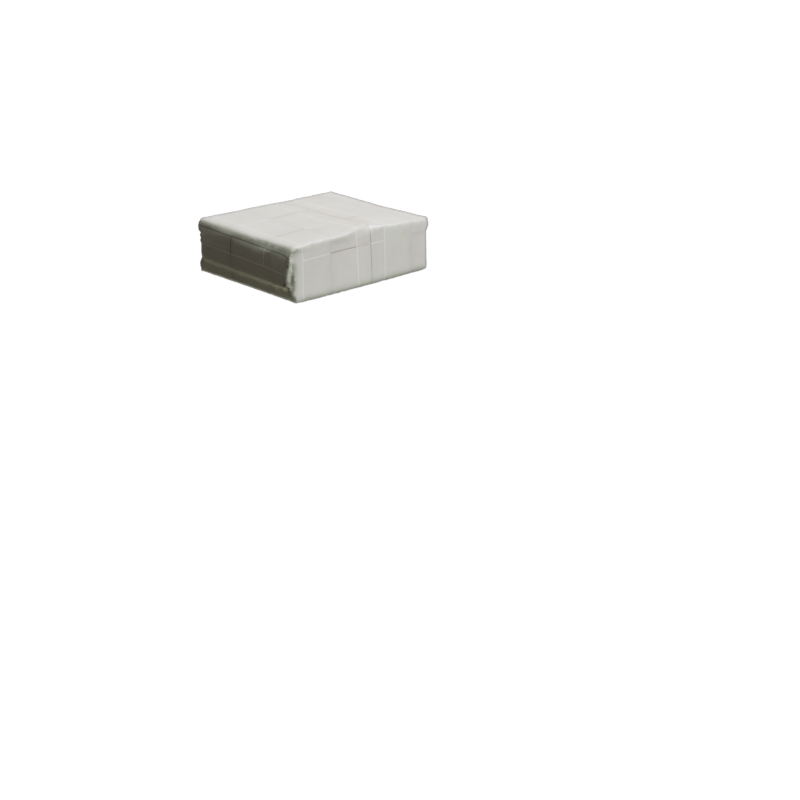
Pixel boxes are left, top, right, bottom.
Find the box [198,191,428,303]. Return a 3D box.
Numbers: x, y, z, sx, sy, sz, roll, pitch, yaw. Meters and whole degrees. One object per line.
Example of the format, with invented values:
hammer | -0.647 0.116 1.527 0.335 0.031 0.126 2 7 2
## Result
box | -0.043 -0.077 0.543 0.088 0.029 0.078 -19 29 -39
